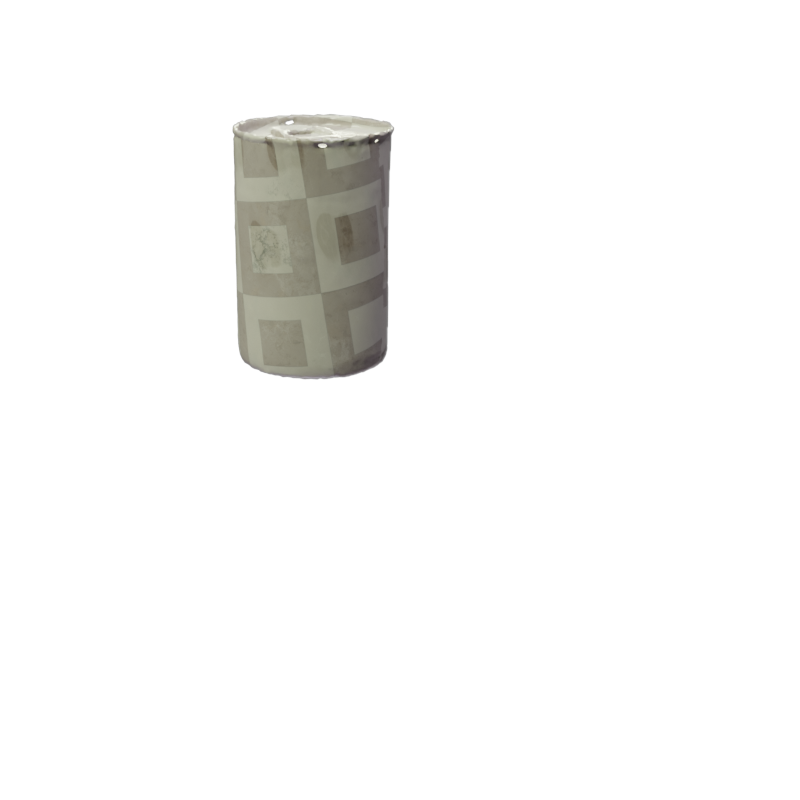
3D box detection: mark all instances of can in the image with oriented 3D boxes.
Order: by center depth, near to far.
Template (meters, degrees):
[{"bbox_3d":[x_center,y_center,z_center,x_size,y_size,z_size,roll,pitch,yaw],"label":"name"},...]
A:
[{"bbox_3d":[-0.037,-0.068,0.479,0.068,0.098,0.071,0,18,-2],"label":"can"}]
